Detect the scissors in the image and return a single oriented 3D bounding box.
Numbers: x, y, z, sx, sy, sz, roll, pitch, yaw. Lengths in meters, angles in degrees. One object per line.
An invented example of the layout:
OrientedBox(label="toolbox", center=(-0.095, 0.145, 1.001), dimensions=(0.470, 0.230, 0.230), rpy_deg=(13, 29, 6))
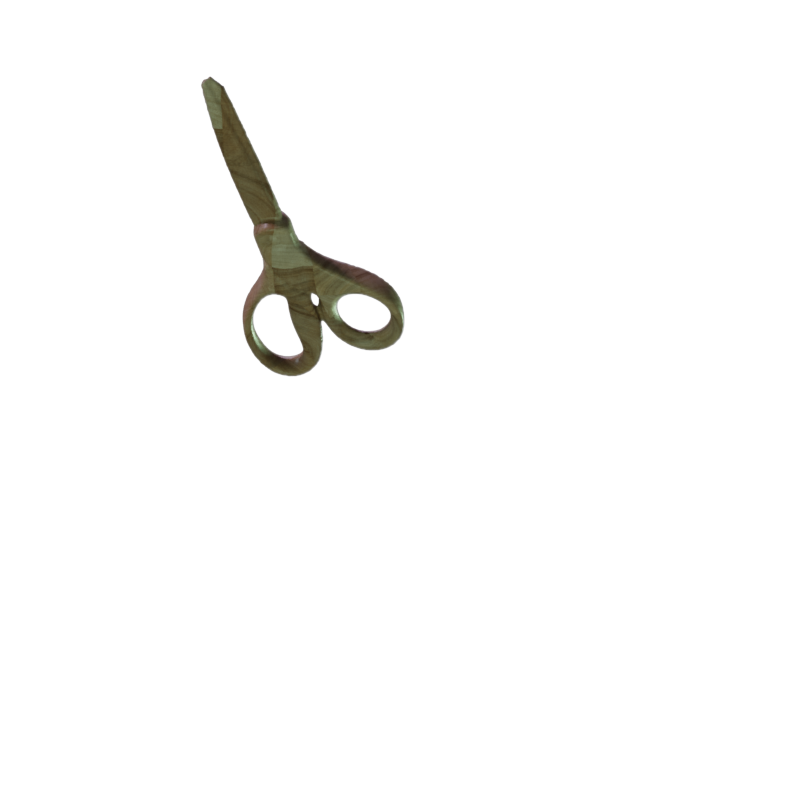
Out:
OrientedBox(label="scissors", center=(-0.043, -0.079, 0.554), dimensions=(0.096, 0.017, 0.188), rpy_deg=(1, -40, -2))
